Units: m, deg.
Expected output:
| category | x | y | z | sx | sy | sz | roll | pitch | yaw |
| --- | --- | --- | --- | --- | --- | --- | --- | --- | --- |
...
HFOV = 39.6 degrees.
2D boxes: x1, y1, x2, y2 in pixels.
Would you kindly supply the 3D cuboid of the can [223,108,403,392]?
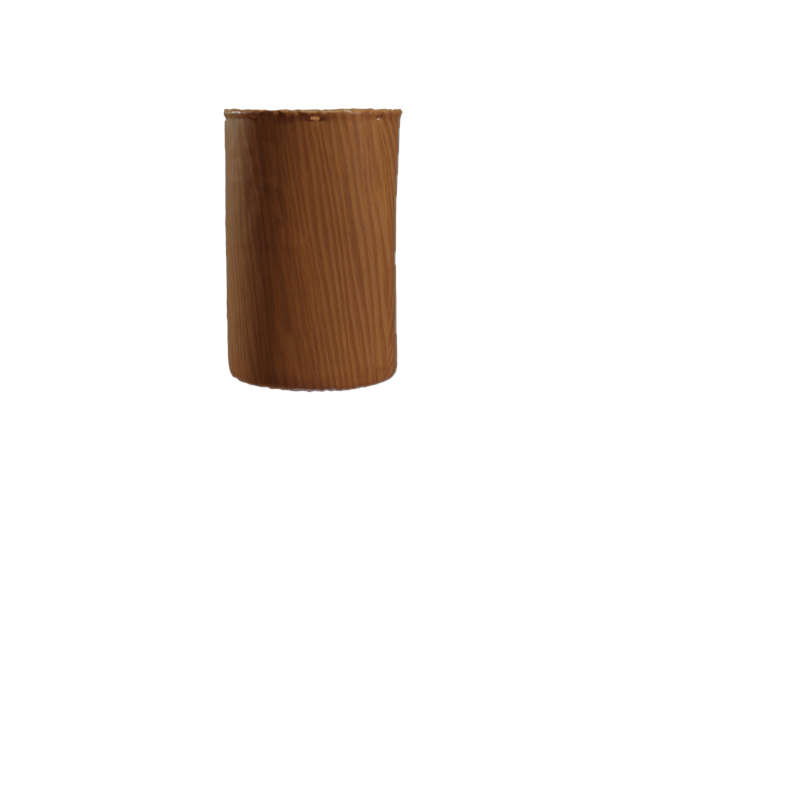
| category | x | y | z | sx | sy | sz | roll | pitch | yaw |
| --- | --- | --- | --- | --- | --- | --- | --- | --- | --- |
| can | -0.033 | -0.061 | 0.427 | 0.068 | 0.100 | 0.070 | 0 | 10 | -2 |
